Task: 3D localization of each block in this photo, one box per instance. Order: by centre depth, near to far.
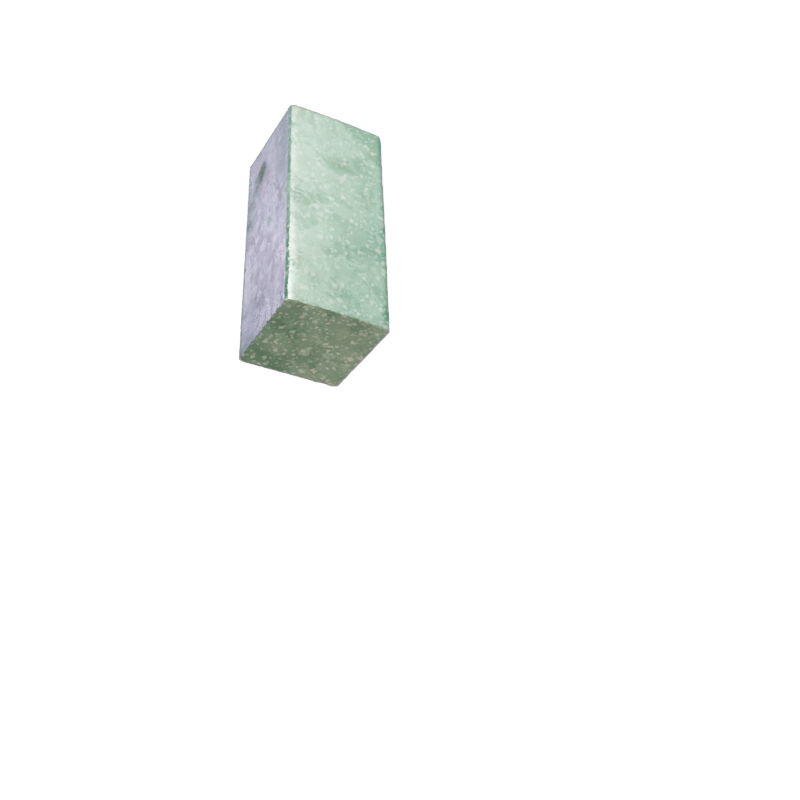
[{"bbox_3d":[-0.070,-0.130,0.908,0.086,0.221,0.088,17,-41,-24],"label":"block"}]
